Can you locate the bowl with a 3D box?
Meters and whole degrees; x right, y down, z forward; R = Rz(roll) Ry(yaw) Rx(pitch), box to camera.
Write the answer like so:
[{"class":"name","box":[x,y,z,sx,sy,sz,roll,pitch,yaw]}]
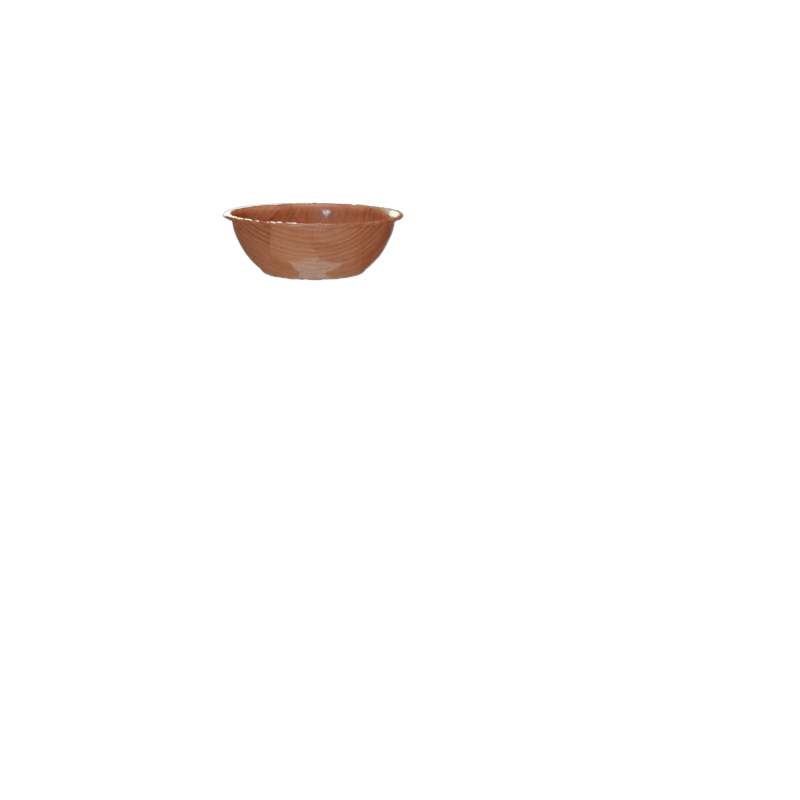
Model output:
[{"class":"bowl","box":[-0.078,-0.142,0.996,0.162,0.054,0.167,0,15,-2]}]
